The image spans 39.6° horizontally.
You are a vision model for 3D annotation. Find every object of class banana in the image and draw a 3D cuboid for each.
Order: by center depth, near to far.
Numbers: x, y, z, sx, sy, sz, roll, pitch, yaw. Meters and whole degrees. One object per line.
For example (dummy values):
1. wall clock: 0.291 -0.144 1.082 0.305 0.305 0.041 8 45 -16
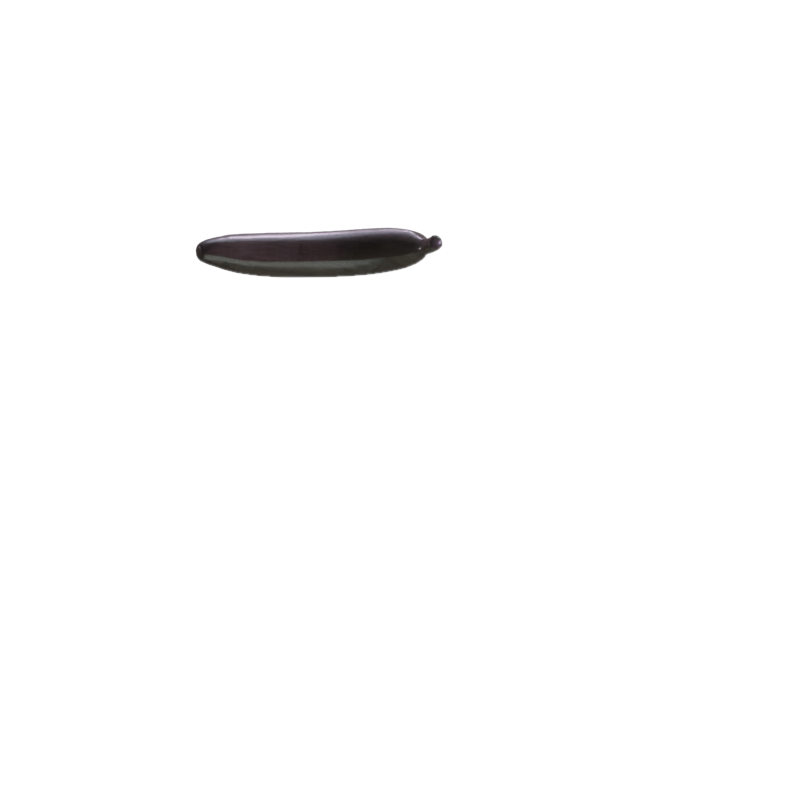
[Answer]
1. banana: -0.063 -0.122 0.899 0.200 0.038 0.066 -2 -14 10
